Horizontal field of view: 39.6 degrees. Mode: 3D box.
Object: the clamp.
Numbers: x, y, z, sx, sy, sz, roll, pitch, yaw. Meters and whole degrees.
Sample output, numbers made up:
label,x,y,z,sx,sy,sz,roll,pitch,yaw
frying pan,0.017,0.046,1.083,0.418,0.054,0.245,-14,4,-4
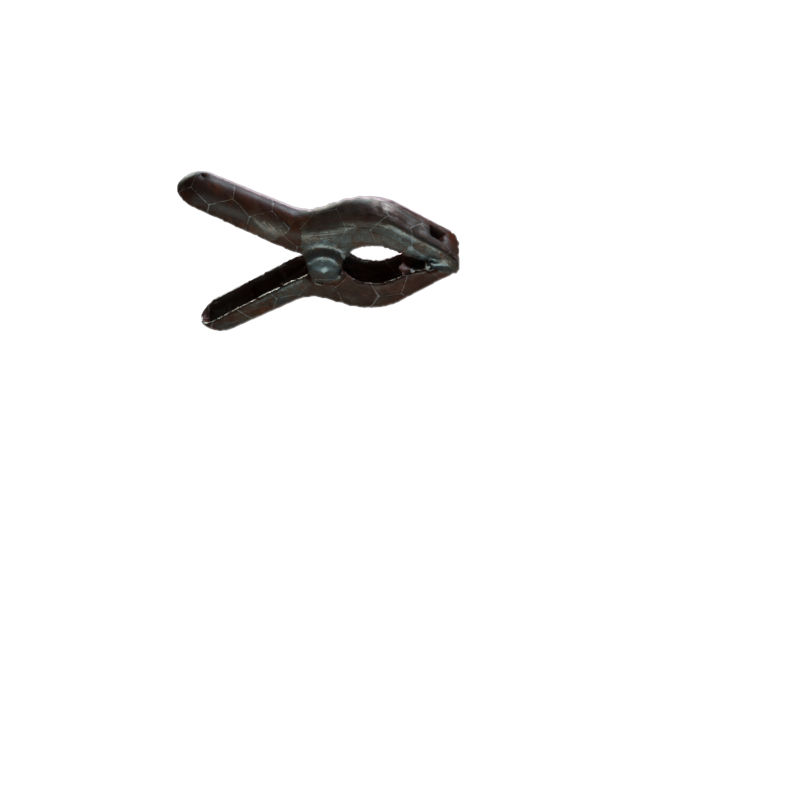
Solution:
label,x,y,z,sx,sy,sz,roll,pitch,yaw
clamp,-0.053,-0.096,0.671,0.173,0.042,0.111,-7,-40,9
